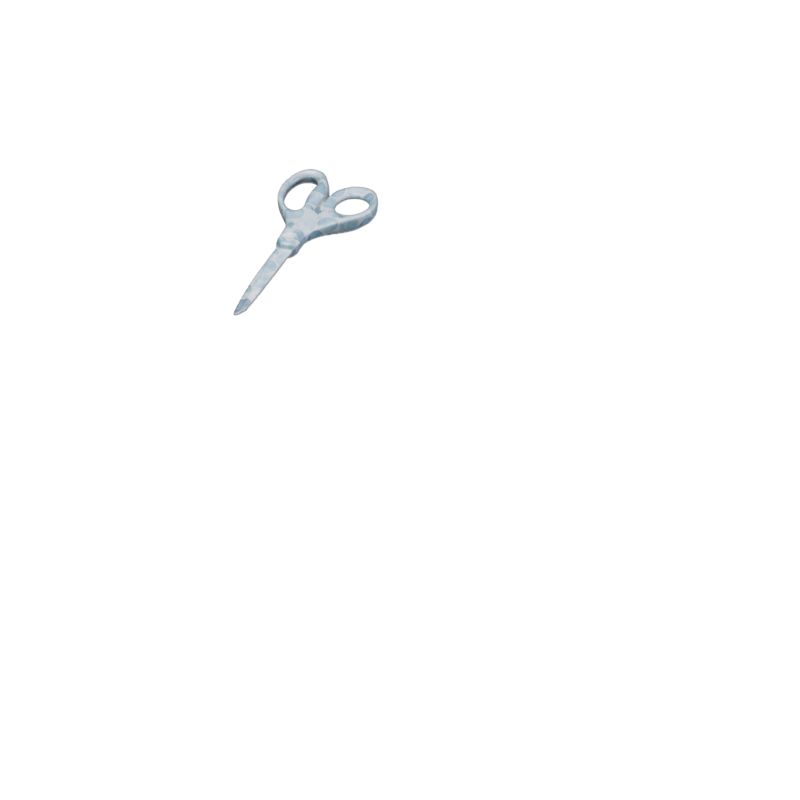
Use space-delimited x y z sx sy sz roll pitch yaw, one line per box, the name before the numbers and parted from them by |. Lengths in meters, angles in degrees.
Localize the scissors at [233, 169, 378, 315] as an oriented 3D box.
scissors | -0.071 -0.130 0.910 0.097 0.015 0.215 3 41 3
